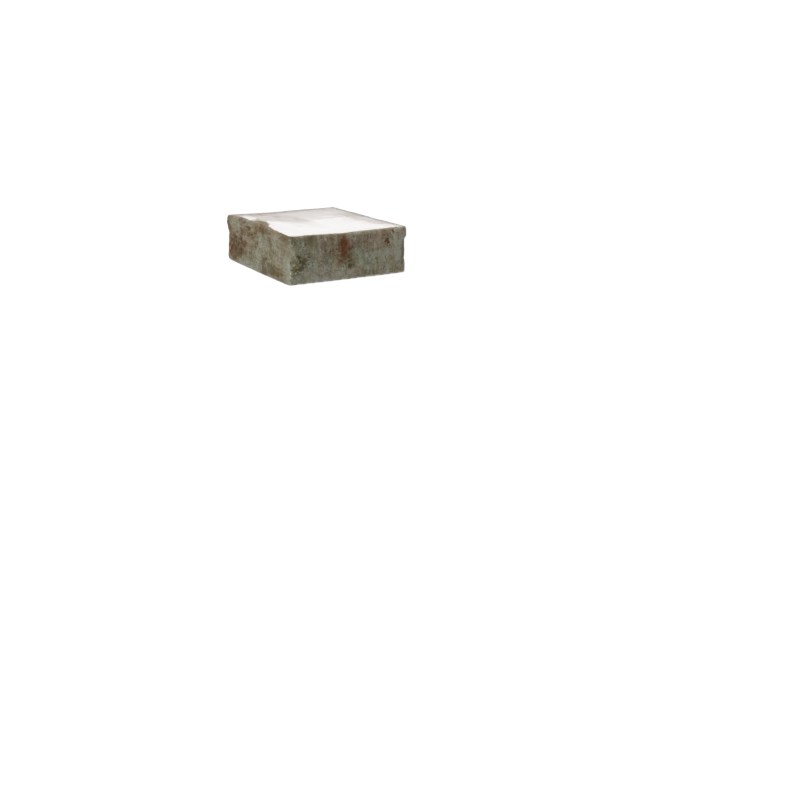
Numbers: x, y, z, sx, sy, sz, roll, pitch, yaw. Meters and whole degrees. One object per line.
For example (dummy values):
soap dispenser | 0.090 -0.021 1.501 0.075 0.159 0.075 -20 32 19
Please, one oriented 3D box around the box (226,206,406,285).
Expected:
box | -0.050 -0.091 0.639 0.071 0.029 0.094 -9 20 -27
